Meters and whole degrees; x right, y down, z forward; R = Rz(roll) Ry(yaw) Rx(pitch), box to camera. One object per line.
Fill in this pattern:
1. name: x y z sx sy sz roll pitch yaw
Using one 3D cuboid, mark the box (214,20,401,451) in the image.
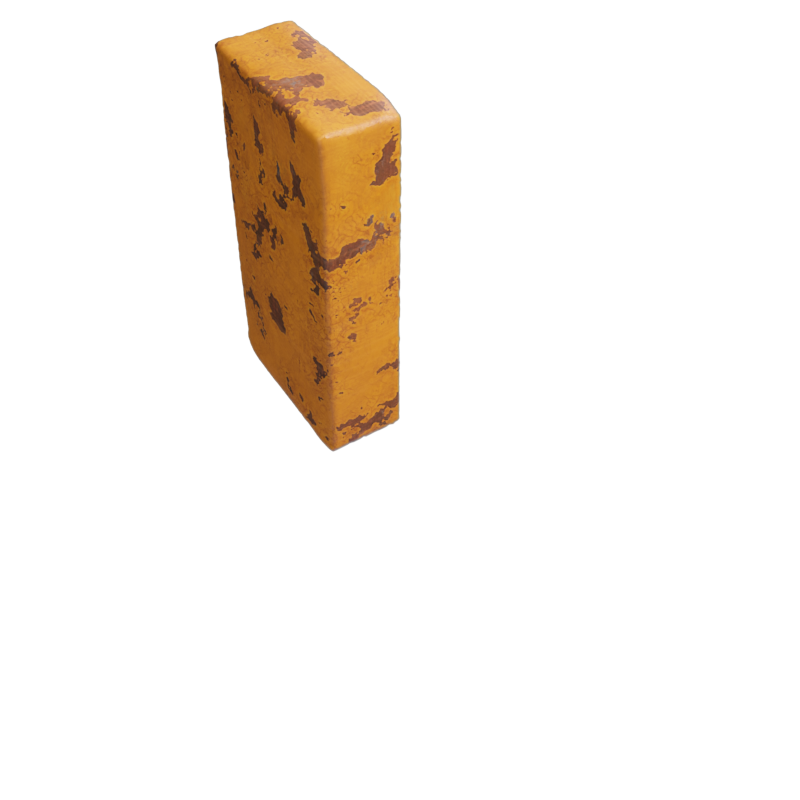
1. box: -0.039 -0.072 0.502 0.047 0.164 0.101 -20 47 -24
